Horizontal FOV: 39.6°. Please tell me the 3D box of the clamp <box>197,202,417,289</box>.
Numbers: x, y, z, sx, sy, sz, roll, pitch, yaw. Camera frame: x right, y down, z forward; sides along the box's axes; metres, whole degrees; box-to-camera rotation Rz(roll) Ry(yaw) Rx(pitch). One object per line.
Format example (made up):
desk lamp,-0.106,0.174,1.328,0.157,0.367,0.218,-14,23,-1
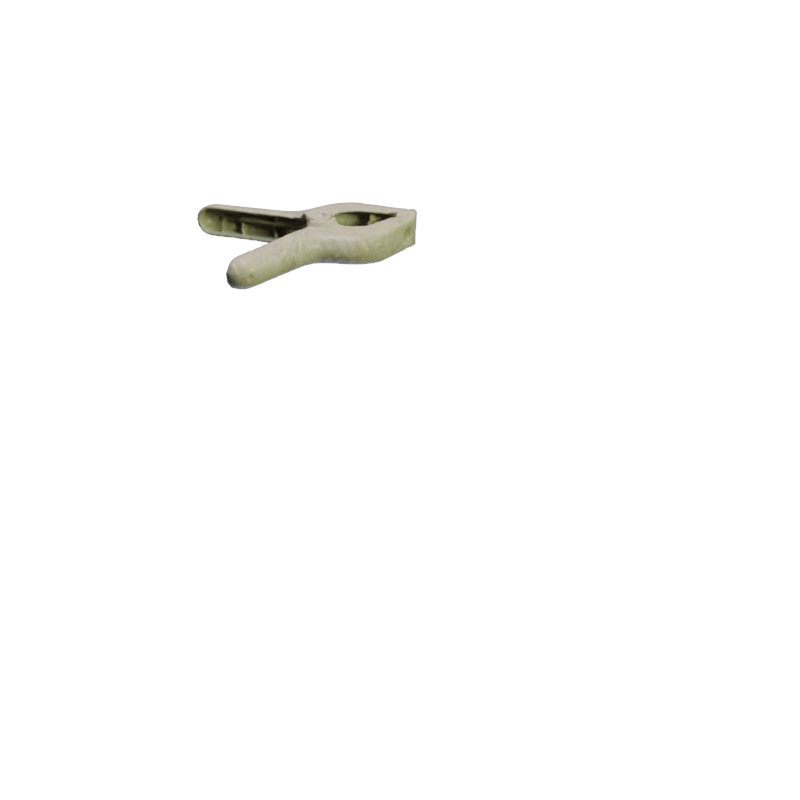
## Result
clamp,-0.066,-0.121,0.844,0.170,0.037,0.129,-5,36,-8
